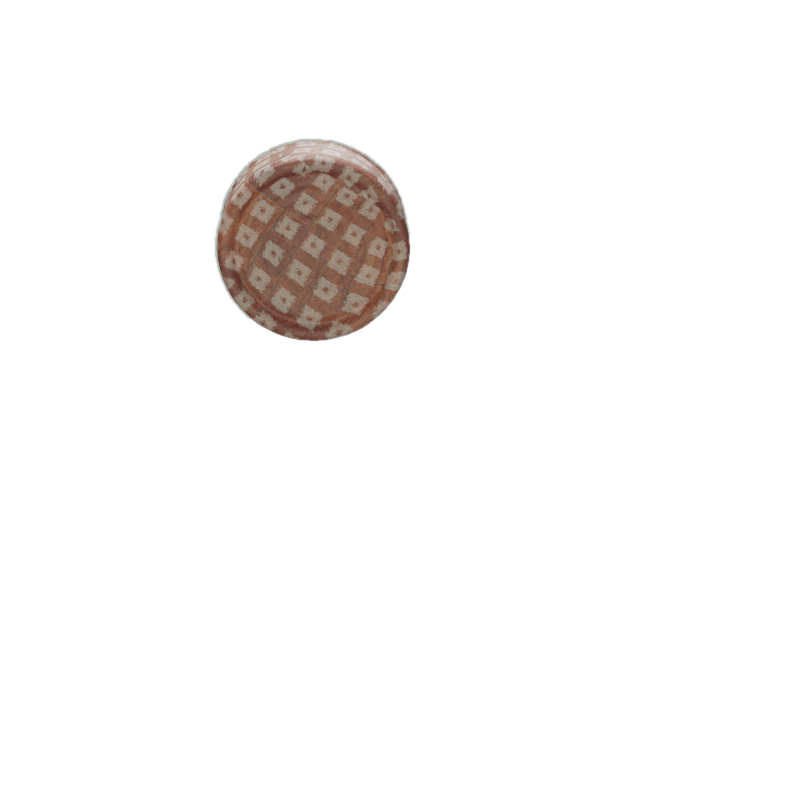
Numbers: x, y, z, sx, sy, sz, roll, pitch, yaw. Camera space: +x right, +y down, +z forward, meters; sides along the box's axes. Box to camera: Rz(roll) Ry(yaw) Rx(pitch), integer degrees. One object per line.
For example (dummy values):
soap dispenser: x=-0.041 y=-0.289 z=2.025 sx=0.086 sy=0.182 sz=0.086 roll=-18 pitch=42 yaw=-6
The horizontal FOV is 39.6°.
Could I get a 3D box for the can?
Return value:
can: x=-0.039 y=-0.070 z=0.493 sx=0.086 sy=0.082 sz=0.035 roll=0 pitch=18 yaw=-1
